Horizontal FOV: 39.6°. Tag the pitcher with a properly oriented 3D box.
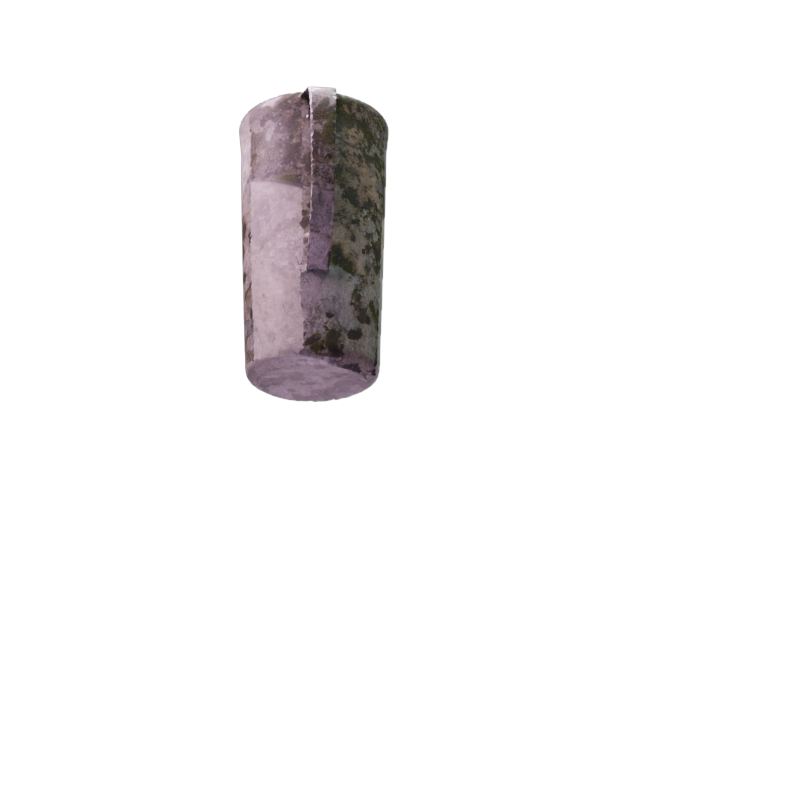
[{"bbox_3d":[-0.073,-0.132,0.927,0.147,0.257,0.139,-19,-29,33],"label":"pitcher"}]
